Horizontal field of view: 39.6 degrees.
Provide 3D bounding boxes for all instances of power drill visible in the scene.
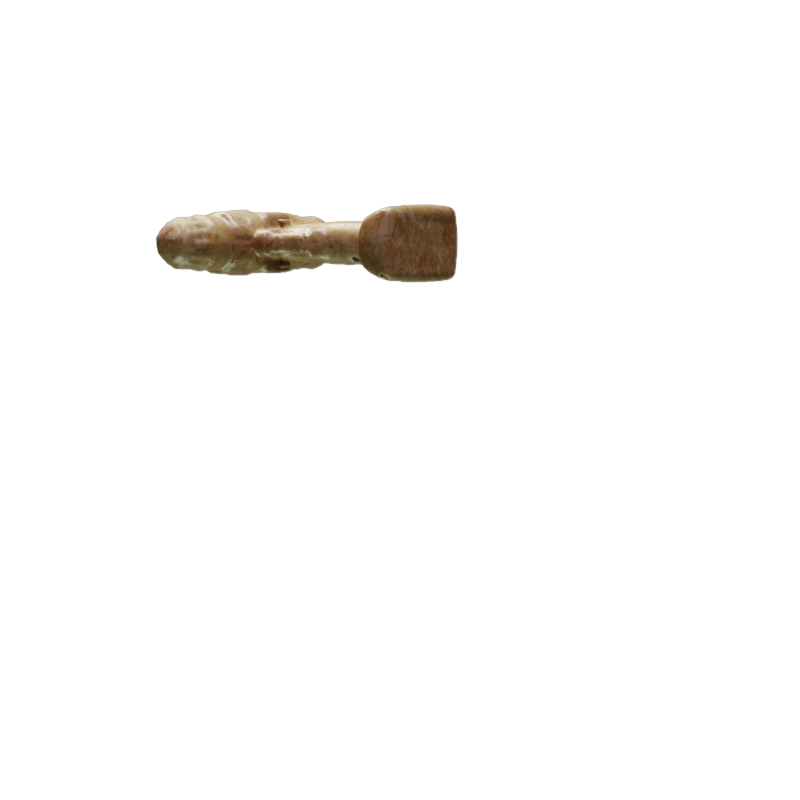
[{"bbox_3d":[-0.066,-0.121,0.844,0.196,0.057,0.179,7,12,36],"label":"power drill"}]
